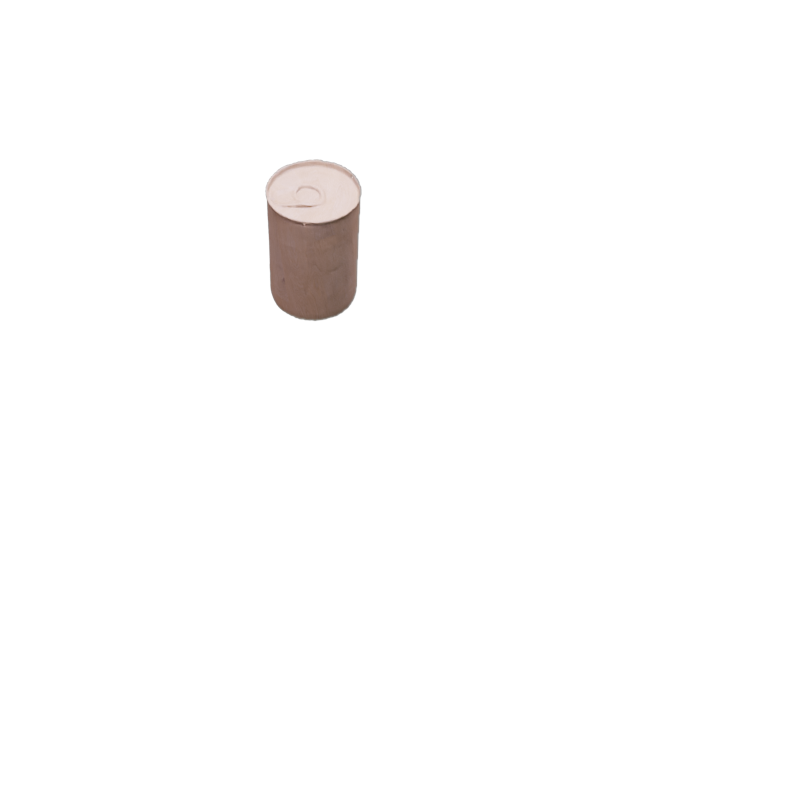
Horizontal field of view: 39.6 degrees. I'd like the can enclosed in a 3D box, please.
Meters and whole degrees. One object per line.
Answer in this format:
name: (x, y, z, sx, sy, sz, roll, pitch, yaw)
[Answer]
can: (-0.064, -0.116, 0.815, 0.068, 0.074, 0.095, 0, -43, -3)
